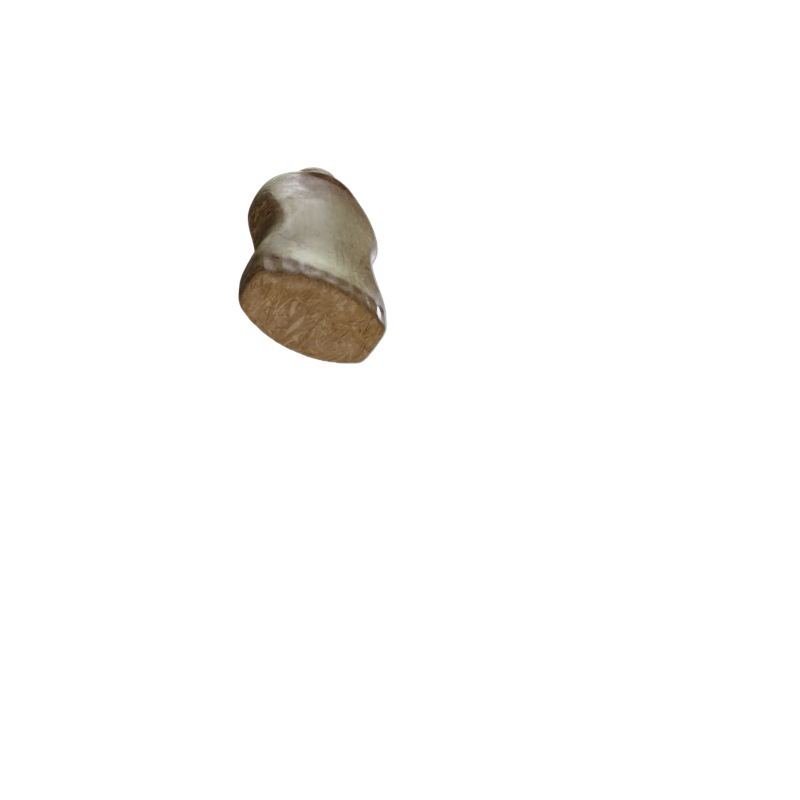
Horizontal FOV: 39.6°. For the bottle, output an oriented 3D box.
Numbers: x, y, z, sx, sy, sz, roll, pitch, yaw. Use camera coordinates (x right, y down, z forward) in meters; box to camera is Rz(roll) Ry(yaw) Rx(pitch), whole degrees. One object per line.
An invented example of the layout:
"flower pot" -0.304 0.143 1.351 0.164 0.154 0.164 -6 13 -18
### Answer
"bottle" -0.061 -0.110 0.775 0.093 0.056 0.205 22 33 -19
